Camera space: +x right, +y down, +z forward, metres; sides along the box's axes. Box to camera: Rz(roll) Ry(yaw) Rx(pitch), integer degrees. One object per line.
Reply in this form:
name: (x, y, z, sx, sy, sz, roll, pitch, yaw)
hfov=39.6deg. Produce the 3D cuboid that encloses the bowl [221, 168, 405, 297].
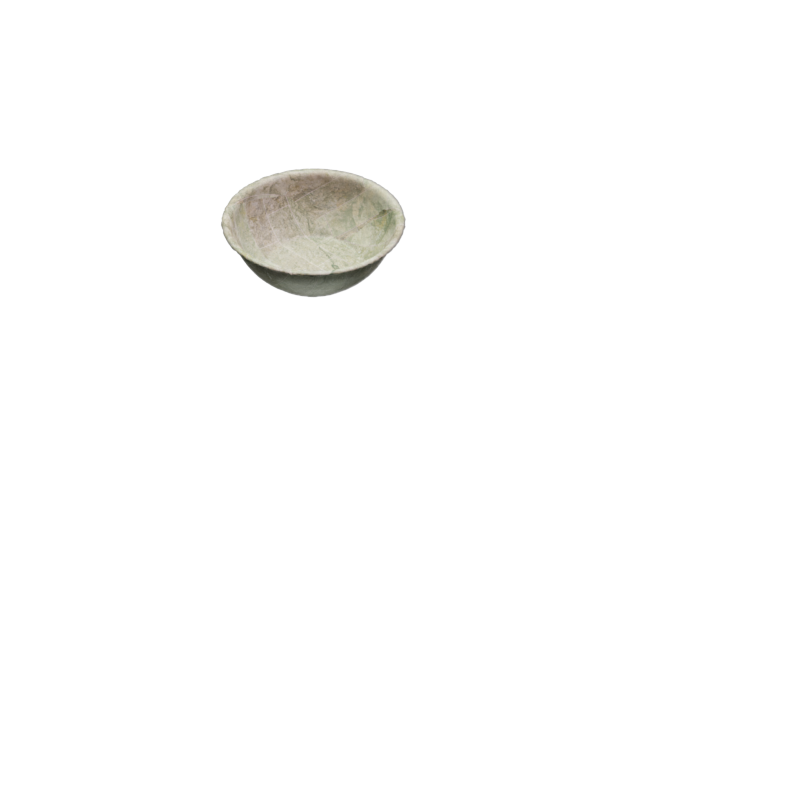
bowl: (-0.078, -0.141, 0.990, 0.162, 0.051, 0.174, -1, 41, -2)
